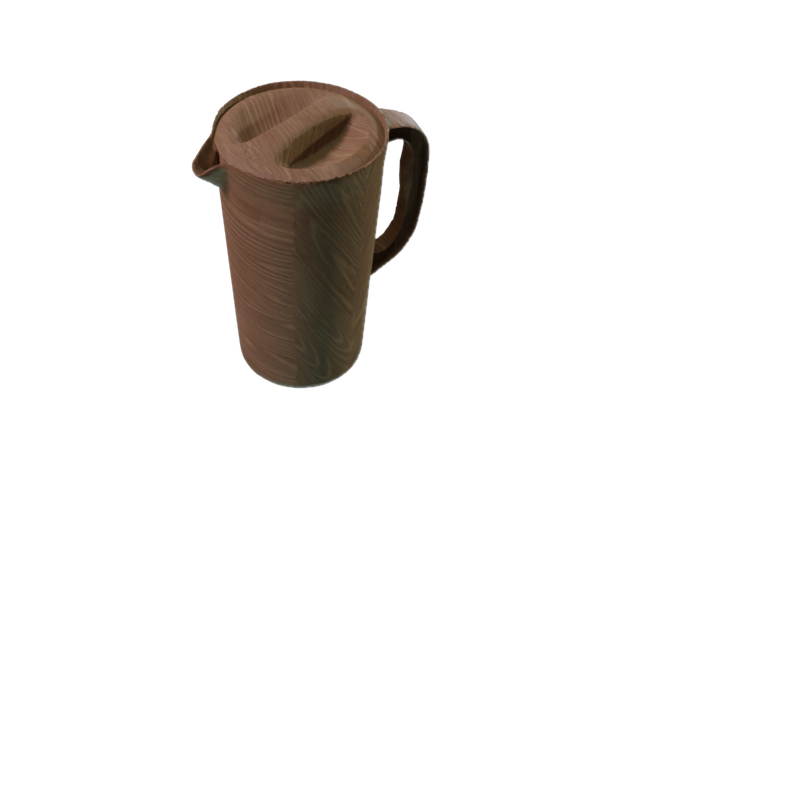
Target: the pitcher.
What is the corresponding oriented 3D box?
[{"bbox_3d":[-0.071,-0.129,0.903,0.154,0.226,0.151,17,47,14],"label":"pitcher"}]
